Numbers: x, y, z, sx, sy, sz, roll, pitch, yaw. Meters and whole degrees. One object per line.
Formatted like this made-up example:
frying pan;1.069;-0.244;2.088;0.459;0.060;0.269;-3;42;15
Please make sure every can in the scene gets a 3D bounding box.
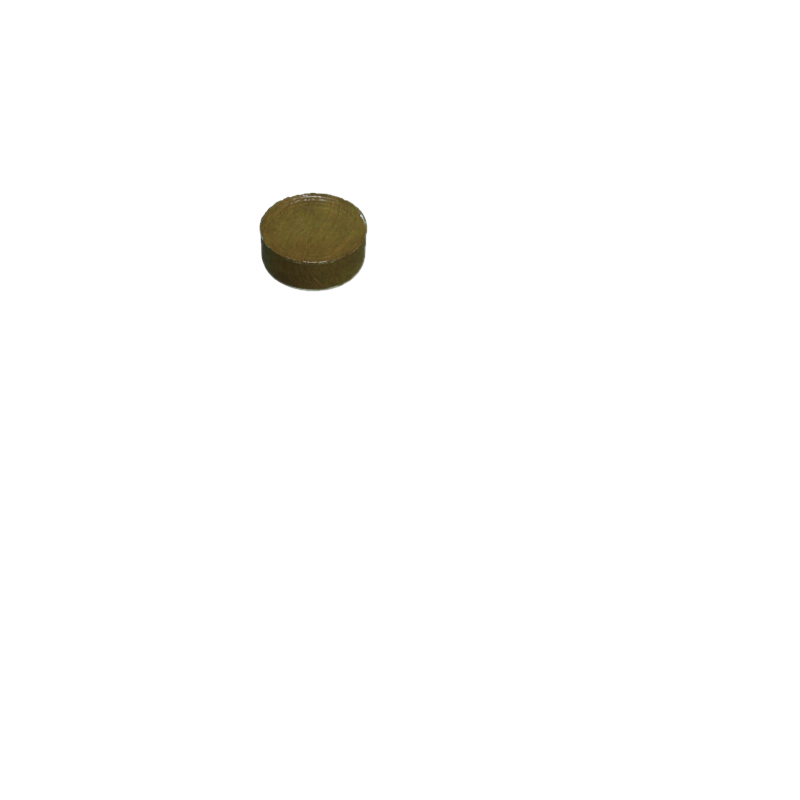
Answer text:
can;-0.070;-0.127;0.890;0.086;0.092;0.031;-1;-45;-1
